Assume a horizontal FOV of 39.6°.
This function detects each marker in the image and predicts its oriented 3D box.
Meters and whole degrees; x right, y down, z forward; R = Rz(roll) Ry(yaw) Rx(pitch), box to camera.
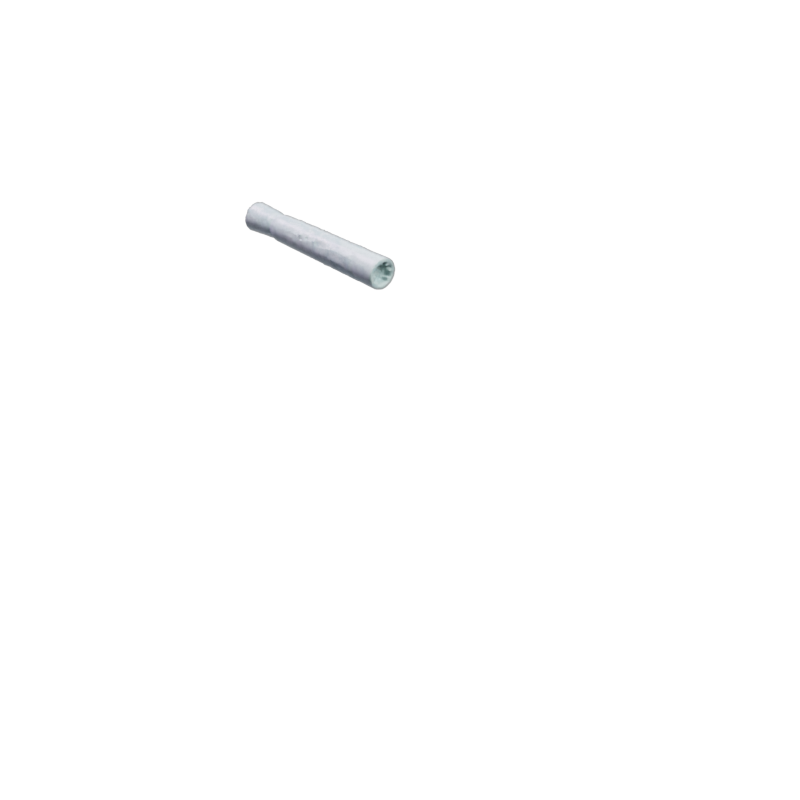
[{"bbox_3d":[-0.051,-0.093,0.649,0.019,0.019,0.129,-3,24,-43],"label":"marker"}]
